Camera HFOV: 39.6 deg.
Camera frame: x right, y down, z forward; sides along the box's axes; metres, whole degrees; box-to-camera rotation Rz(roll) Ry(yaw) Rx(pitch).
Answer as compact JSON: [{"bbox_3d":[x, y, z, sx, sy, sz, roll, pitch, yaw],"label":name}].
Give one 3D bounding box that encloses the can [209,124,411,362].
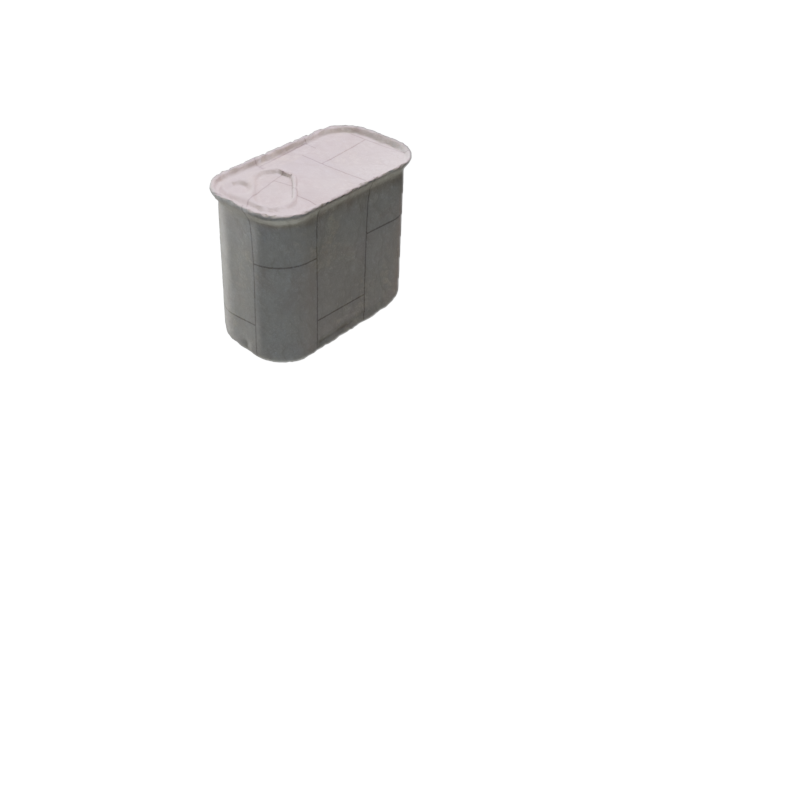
[{"bbox_3d":[-0.043,-0.078,0.550,0.061,0.079,0.102,27,42,32],"label":"can"}]
